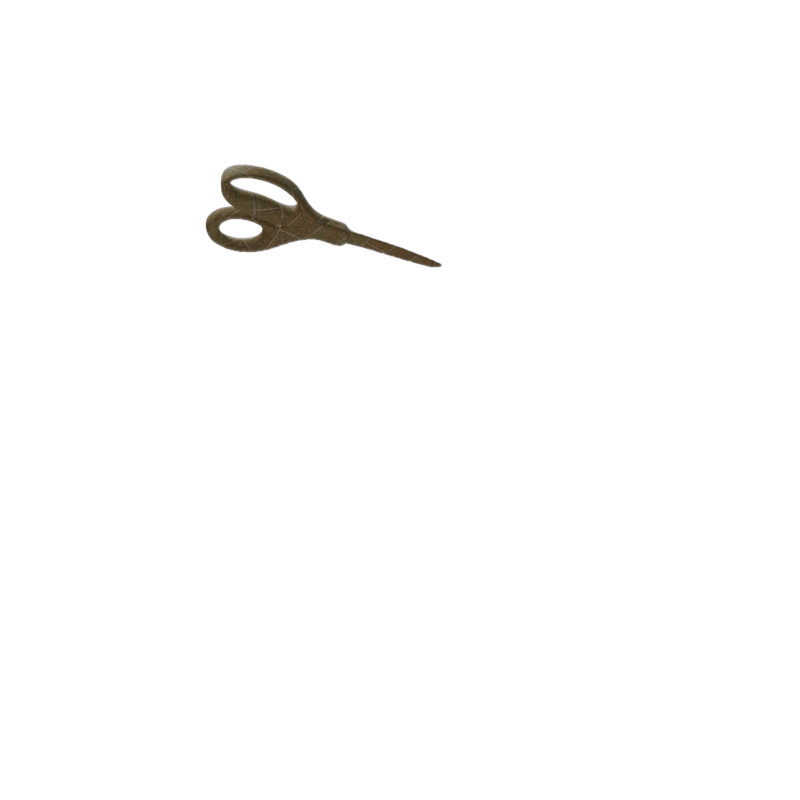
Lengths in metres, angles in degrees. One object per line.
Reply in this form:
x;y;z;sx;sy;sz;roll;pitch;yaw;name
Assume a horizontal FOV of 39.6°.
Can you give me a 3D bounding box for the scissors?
-0.070;-0.128;0.896;0.190;0.017;0.095;28;-45;-32;scissors
